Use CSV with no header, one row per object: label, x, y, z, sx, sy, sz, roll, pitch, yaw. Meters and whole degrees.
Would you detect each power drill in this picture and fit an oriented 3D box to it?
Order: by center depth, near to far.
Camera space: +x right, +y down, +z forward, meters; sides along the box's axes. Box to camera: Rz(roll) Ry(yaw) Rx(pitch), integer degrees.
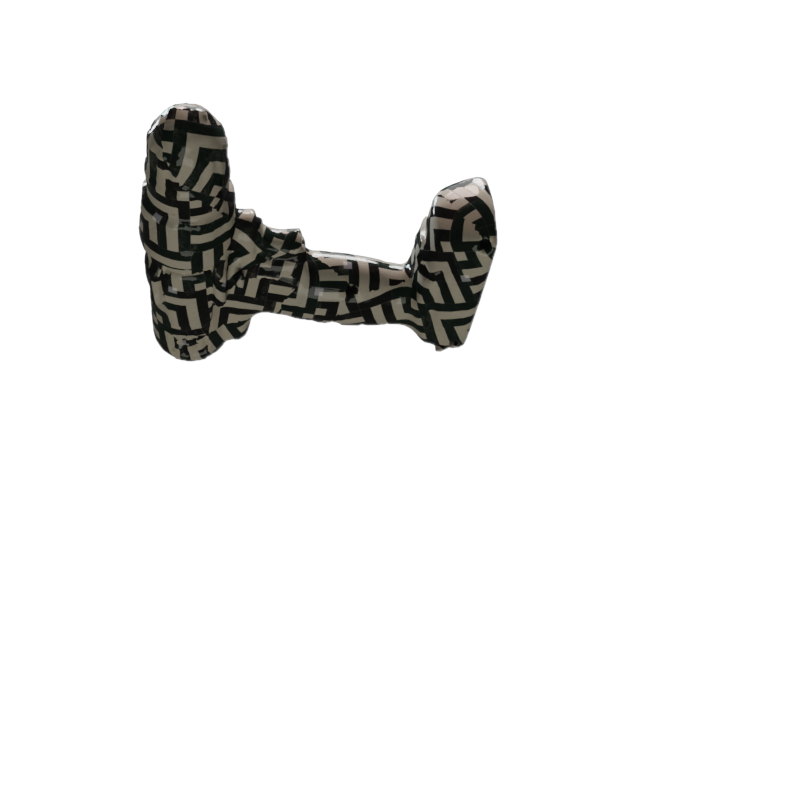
power drill,-0.047,-0.086,0.604,0.186,0.061,0.173,3,-34,-5
